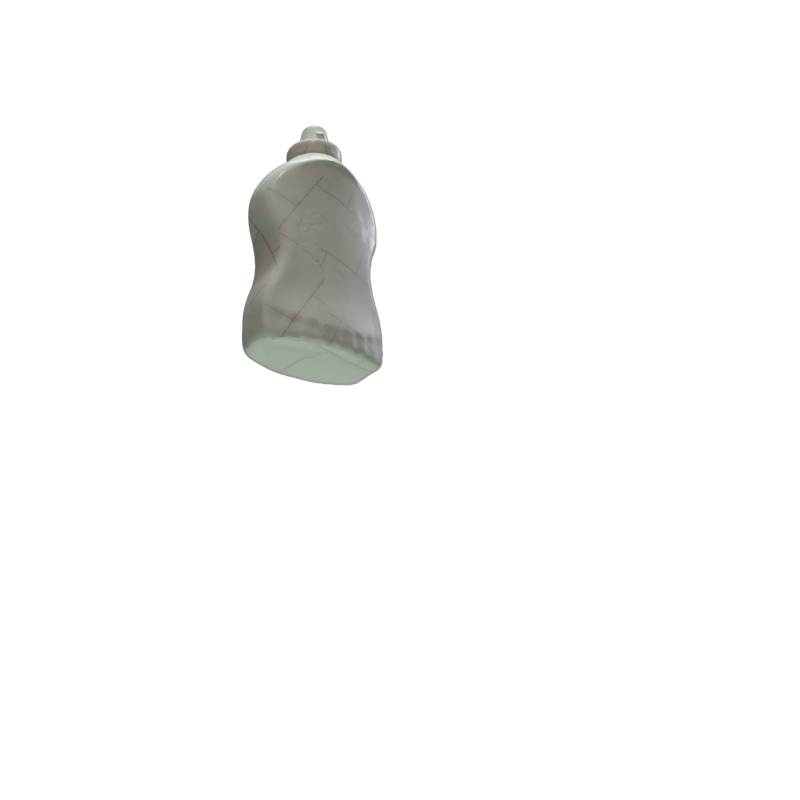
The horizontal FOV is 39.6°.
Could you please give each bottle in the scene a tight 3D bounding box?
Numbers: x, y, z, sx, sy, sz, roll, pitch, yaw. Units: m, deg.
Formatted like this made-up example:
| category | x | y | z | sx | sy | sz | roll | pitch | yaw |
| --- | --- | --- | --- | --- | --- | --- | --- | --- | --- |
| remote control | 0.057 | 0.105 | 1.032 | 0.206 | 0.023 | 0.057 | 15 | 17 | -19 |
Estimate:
| category | x | y | z | sx | sy | sz | roll | pitch | yaw |
| --- | --- | --- | --- | --- | --- | --- | --- | --- | --- |
| bottle | -0.061 | -0.111 | 0.777 | 0.092 | 0.204 | 0.057 | 15 | -34 | -28 |
